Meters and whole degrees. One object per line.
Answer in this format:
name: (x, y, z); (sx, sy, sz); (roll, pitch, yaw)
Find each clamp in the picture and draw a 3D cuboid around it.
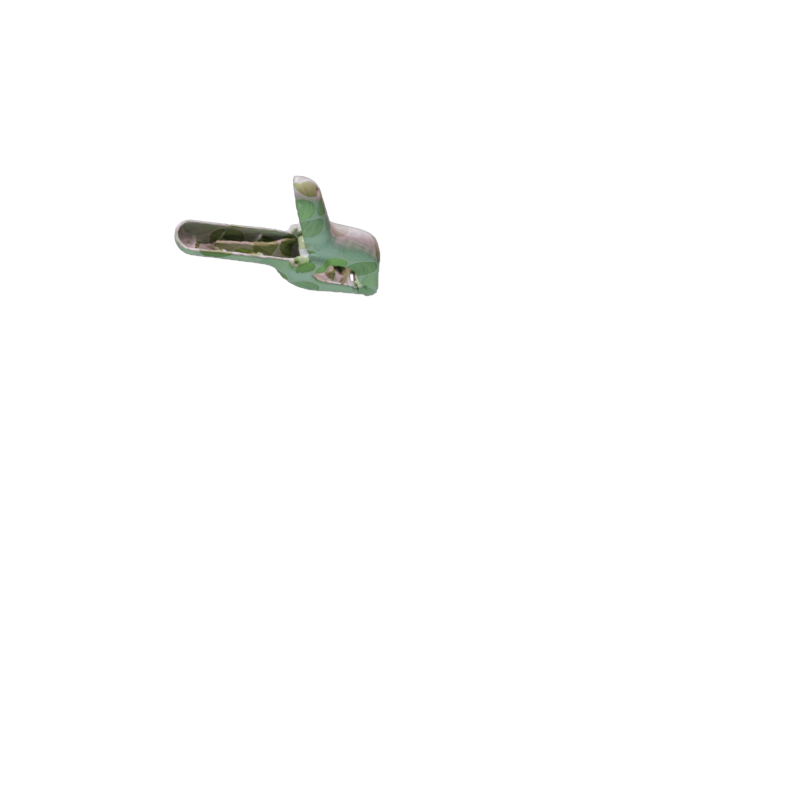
clamp: (-0.063, -0.114, 0.800); (0.122, 0.041, 0.162); (-11, -16, 43)
